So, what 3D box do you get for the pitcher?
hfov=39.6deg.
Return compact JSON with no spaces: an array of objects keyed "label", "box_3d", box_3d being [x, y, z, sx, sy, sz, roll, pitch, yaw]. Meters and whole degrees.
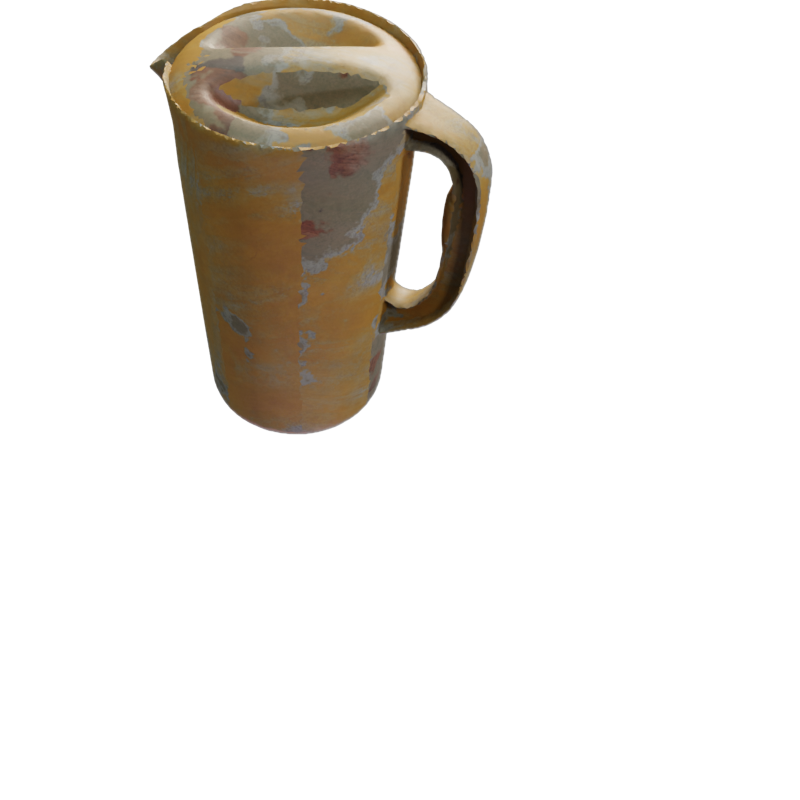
[{"label":"pitcher","box_3d":[-0.049,-0.090,0.627,0.143,0.226,0.161,-16,50,-17]}]
